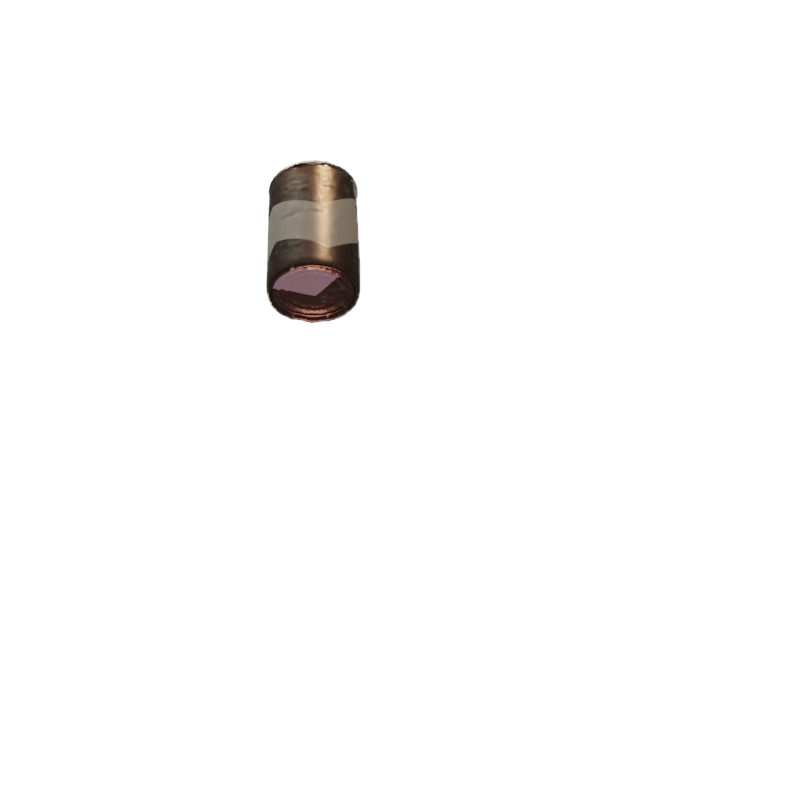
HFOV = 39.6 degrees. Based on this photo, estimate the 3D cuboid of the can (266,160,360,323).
[{"bbox_3d":[-0.064,-0.116,0.812,0.068,0.110,0.064,-1,-38,-3],"label":"can"}]
